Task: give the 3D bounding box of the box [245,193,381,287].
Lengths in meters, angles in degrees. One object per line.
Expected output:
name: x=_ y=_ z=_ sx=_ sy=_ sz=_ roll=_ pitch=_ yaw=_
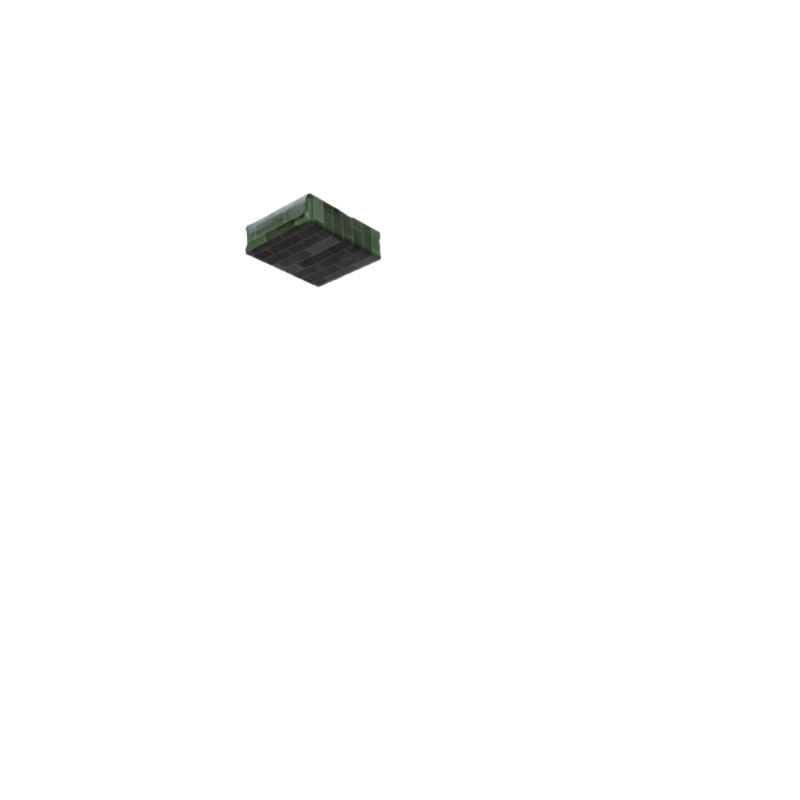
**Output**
box: x=-0.071 y=-0.130 z=0.911 sx=0.074 sy=0.032 sz=0.084 roll=-21 pitch=-32 yaw=38
